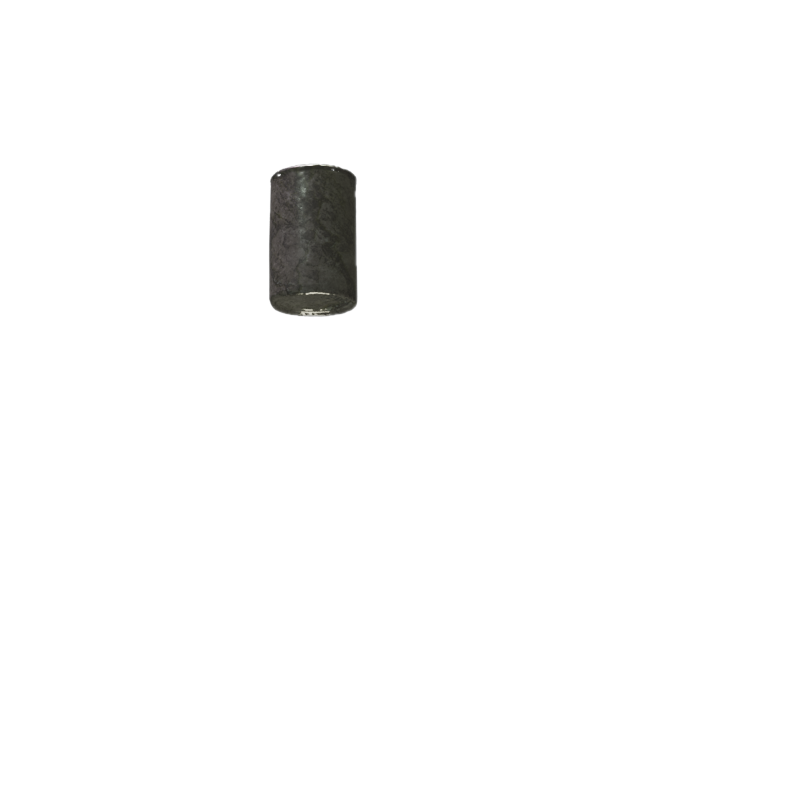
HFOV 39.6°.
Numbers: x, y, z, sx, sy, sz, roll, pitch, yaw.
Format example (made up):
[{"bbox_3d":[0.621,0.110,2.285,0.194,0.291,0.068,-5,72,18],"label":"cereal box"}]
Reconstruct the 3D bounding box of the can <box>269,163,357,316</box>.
[{"bbox_3d":[-0.067,-0.121,0.850,0.068,0.107,0.066,0,-17,-2],"label":"can"}]
